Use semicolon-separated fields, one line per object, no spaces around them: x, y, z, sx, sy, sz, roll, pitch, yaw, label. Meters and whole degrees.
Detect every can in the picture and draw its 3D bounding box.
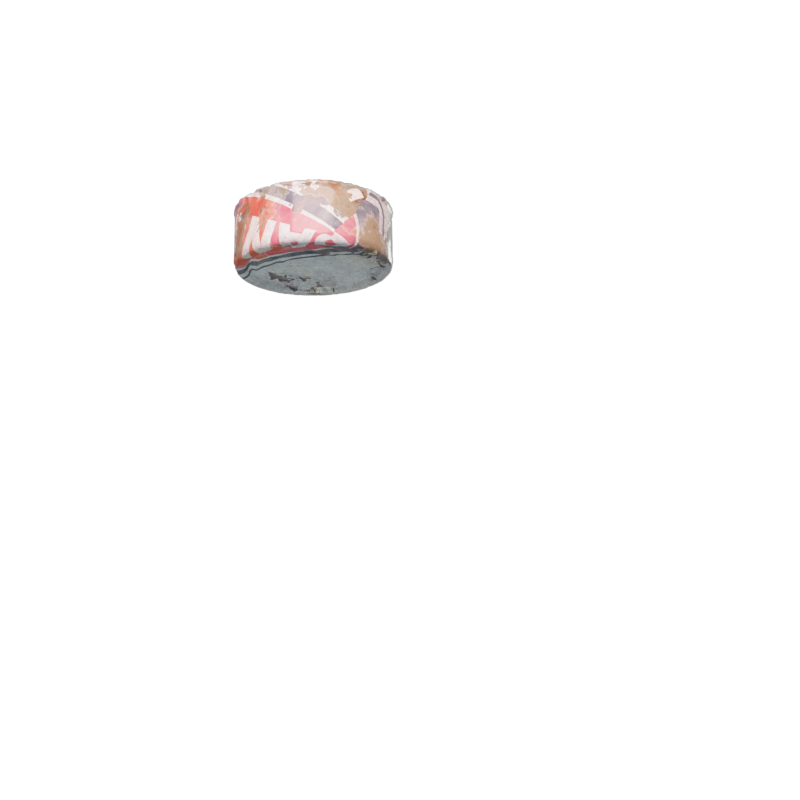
-0.046;-0.085;0.592;0.086;0.035;0.082;0;-16;-2;can
